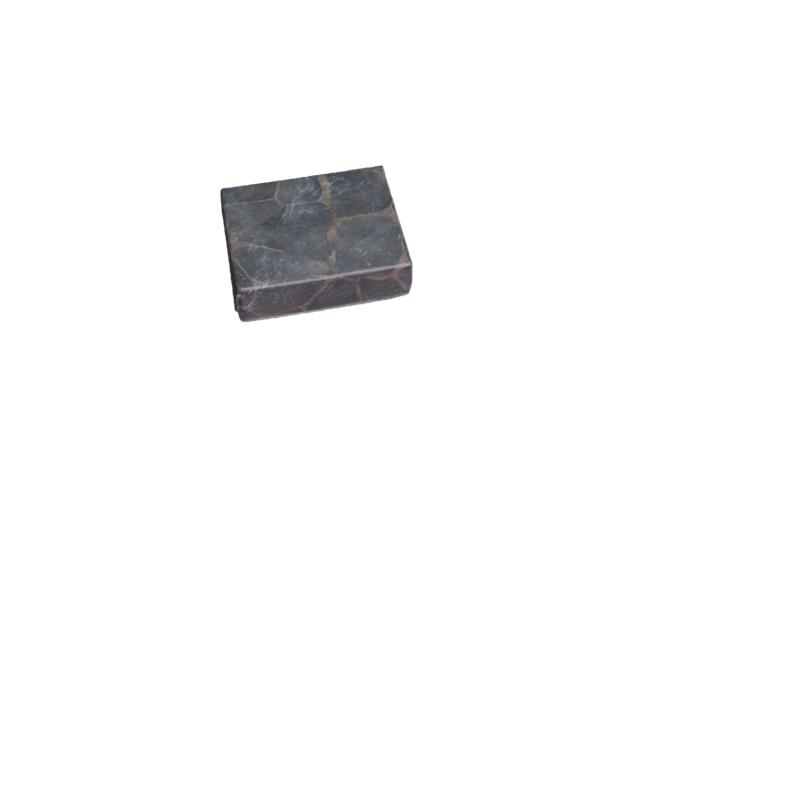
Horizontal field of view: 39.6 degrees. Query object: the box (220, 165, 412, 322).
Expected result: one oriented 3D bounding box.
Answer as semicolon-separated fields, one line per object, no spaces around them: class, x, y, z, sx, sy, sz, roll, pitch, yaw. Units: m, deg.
box;-0.056;-0.102;0.717;0.113;0.097;0.036;-9;-37;-7
